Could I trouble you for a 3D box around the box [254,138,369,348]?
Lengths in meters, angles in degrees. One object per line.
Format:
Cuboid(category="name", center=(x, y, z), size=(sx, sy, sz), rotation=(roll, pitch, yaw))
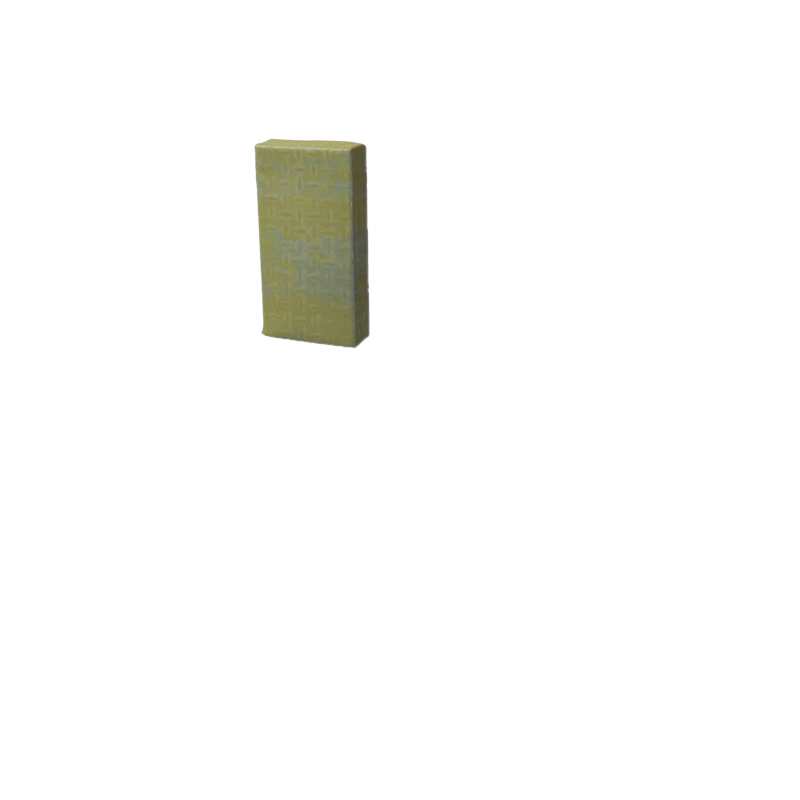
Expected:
Cuboid(category="box", center=(-0.076, -0.139, 0.974), size=(0.096, 0.171, 0.048), rotation=(6, 14, 21))
